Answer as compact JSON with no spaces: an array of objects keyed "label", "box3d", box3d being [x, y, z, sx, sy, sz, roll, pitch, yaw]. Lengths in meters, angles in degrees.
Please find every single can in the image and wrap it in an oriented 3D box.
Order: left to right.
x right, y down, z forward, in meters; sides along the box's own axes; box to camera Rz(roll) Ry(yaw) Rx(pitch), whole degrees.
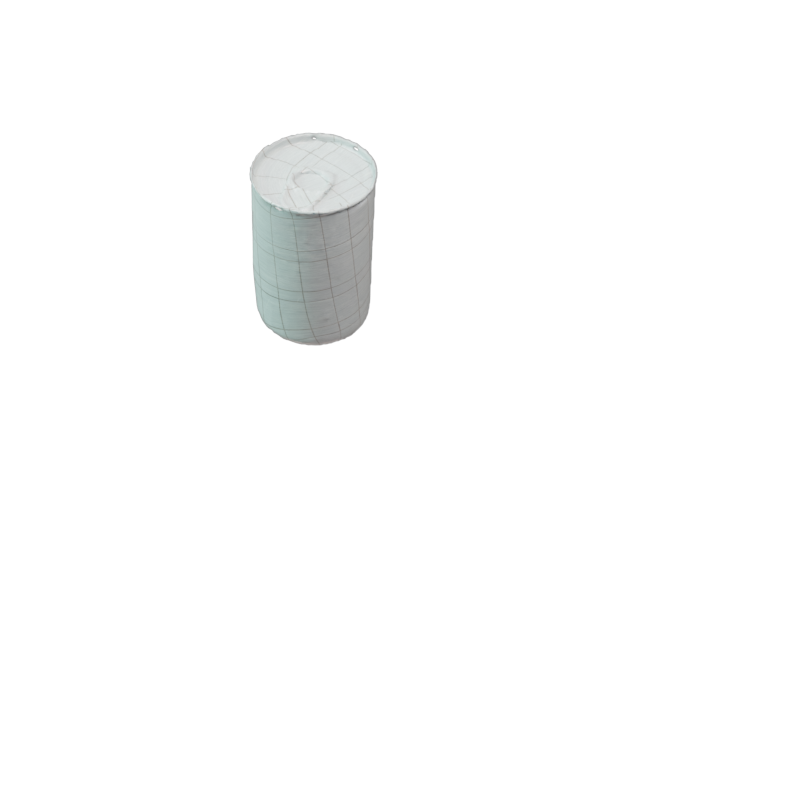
[{"label":"can","box3d":[-0.049,-0.089,0.620,0.068,0.074,0.095,0,-44,-3]}]
